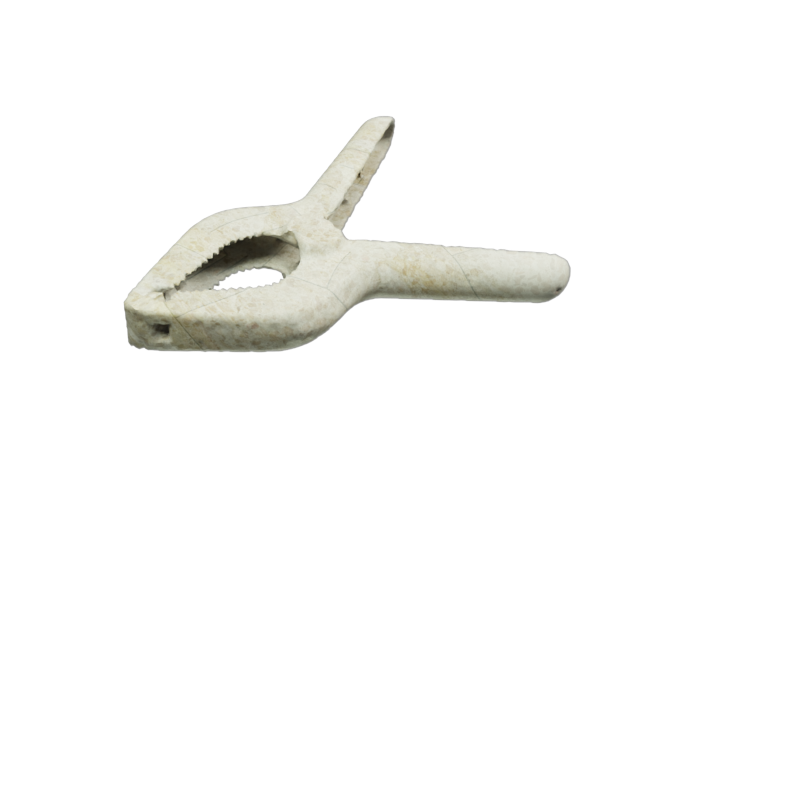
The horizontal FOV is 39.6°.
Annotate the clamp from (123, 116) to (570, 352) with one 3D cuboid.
[{"bbox_3d":[-0.044,-0.081,0.565,0.208,0.034,0.178,-18,46,-19],"label":"clamp"}]
